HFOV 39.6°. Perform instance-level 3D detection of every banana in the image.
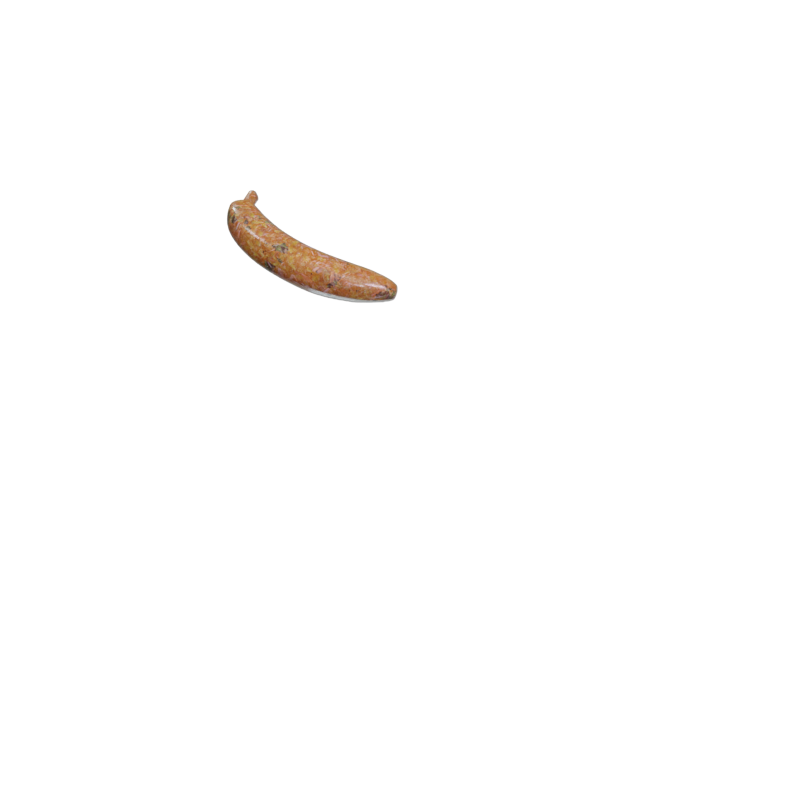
[{"bbox_3d":[-0.093,-0.134,0.981,0.070,0.034,0.211,-33,54,-29],"label":"banana"}]
